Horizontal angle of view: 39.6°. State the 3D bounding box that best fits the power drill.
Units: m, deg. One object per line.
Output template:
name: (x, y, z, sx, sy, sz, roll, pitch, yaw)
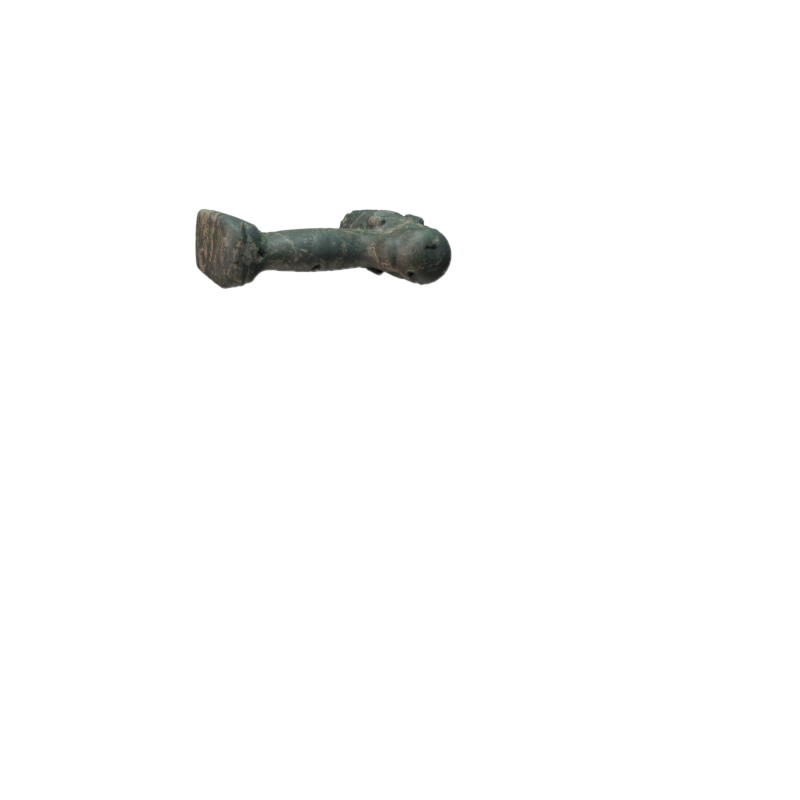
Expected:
power drill: (-0.072, -0.132, 0.925, 0.184, 0.056, 0.193, -5, 15, -19)
